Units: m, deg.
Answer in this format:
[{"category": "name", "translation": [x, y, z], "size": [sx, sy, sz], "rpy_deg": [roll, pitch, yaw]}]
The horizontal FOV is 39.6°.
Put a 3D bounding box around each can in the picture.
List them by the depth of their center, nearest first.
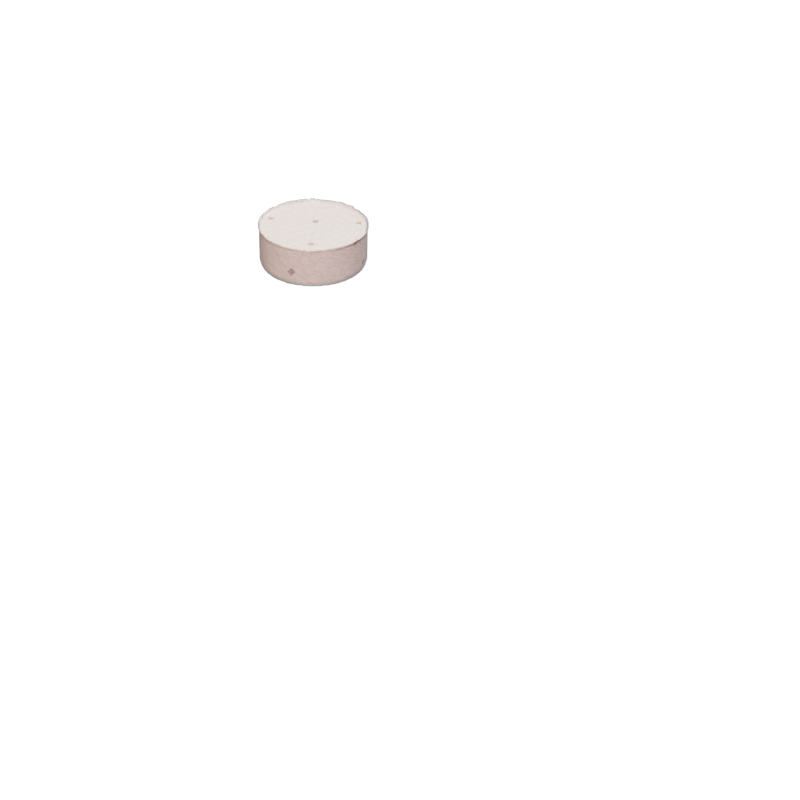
[{"category": "can", "translation": [-0.068, -0.123, 0.863], "size": [0.086, 0.031, 0.092], "rpy_deg": [-1, 34, -2]}]
